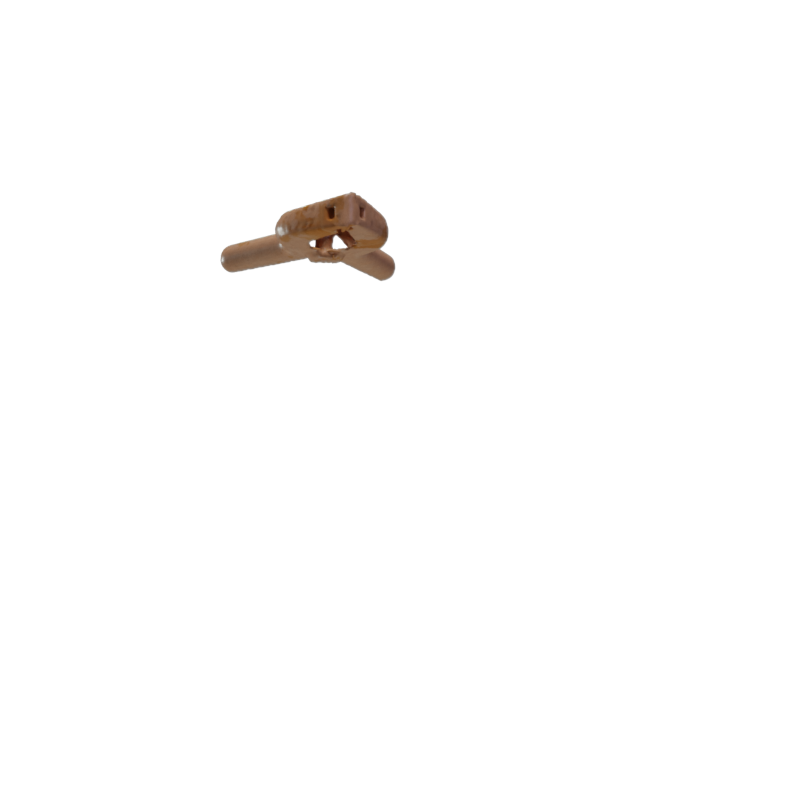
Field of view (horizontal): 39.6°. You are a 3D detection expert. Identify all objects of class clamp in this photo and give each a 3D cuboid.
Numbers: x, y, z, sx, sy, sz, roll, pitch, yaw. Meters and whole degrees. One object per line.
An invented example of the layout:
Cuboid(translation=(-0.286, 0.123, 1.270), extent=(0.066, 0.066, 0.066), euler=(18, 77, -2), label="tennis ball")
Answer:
Cuboid(translation=(-0.075, -0.137, 0.960), extent=(0.163, 0.037, 0.206), euler=(1, -6, -6), label="clamp")
